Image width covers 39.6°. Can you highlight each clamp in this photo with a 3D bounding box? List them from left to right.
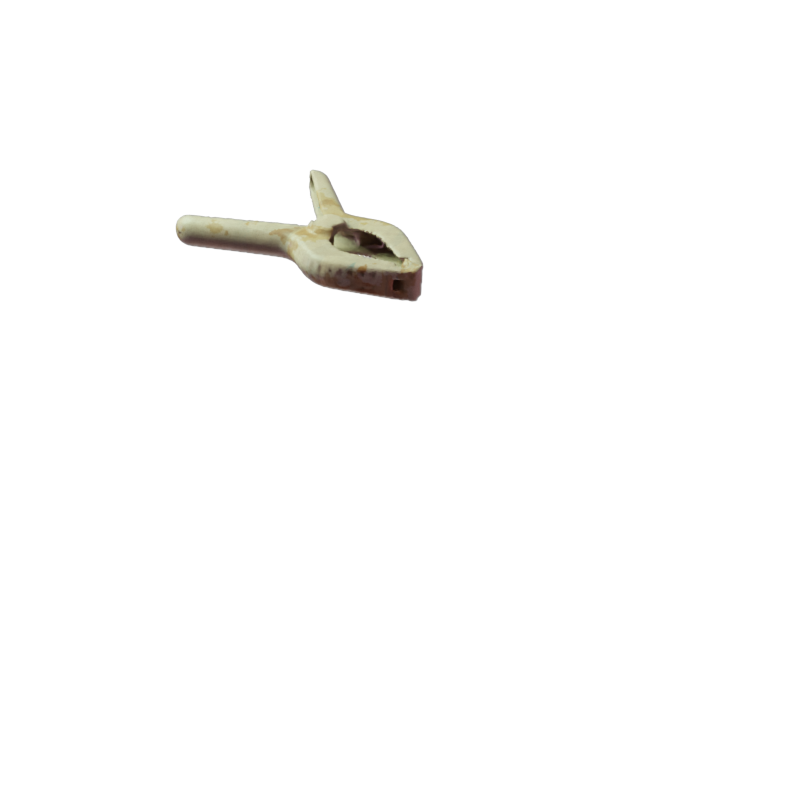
[{"bbox_3d":[-0.071,-0.129,0.903,0.163,0.034,0.225,-23,40,-31],"label":"clamp"}]
